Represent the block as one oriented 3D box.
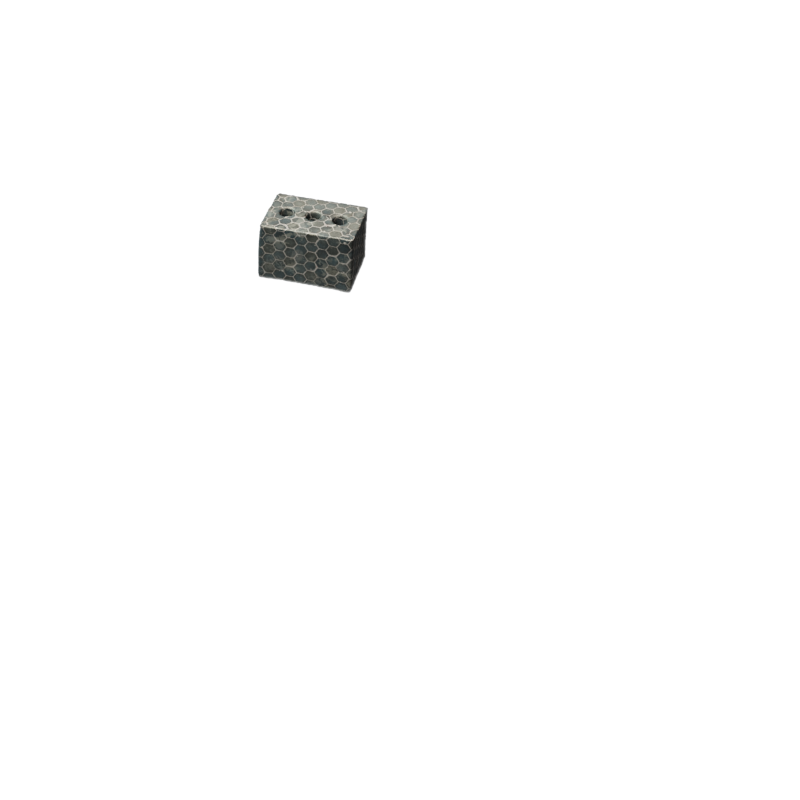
[{"bbox_3d":[-0.070,-0.127,0.888,0.079,0.048,0.055,10,40,11],"label":"block"}]
